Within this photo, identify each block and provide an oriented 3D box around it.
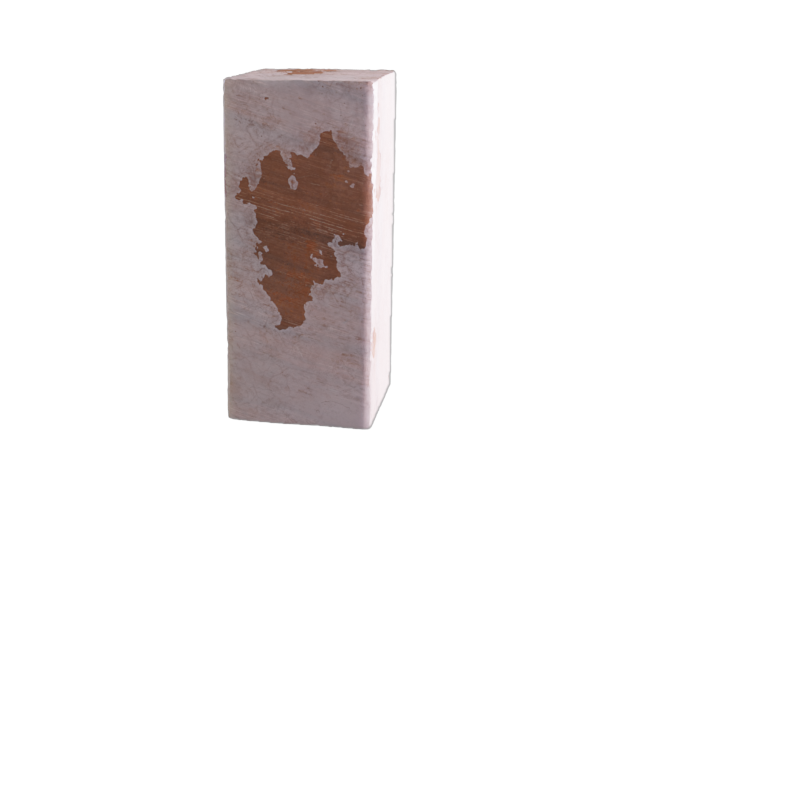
[{"bbox_3d":[-0.053,-0.097,0.683,0.092,0.200,0.092,3,14,10],"label":"block"}]
